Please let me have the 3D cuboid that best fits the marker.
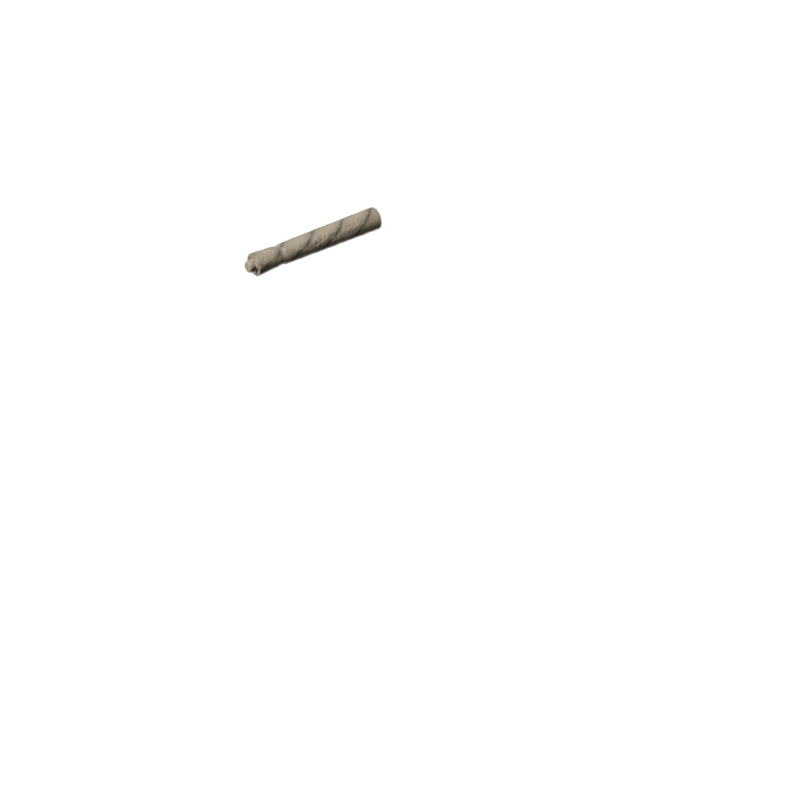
[{"bbox_3d":[-0.068,-0.124,0.868,0.120,0.019,0.020,-26,16,-27],"label":"marker"}]
